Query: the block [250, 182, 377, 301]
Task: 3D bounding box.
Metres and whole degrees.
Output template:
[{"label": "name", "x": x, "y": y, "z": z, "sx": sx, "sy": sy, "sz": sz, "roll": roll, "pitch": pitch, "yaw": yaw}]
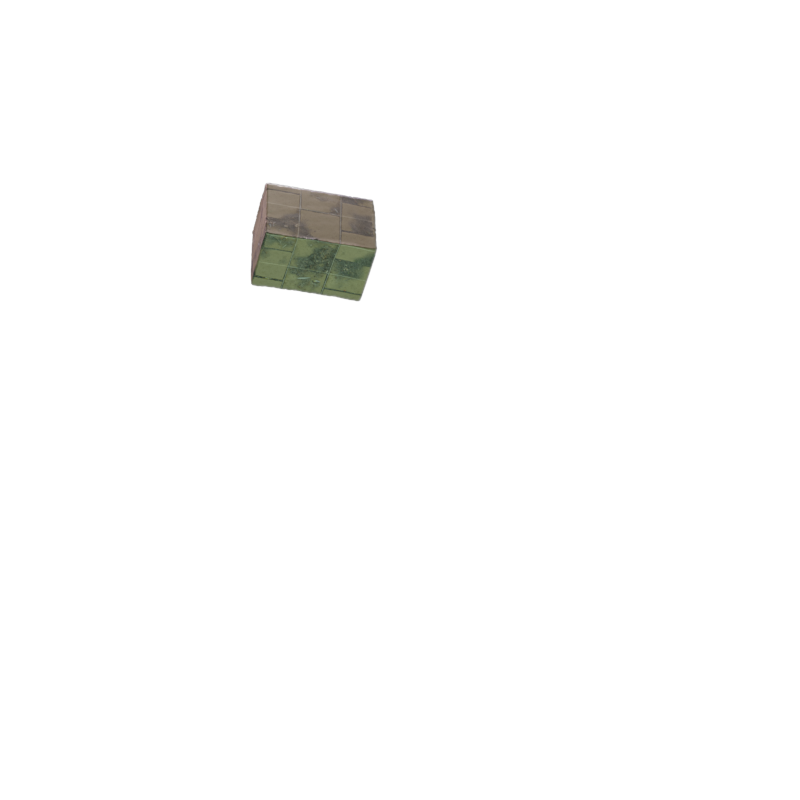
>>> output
[{"label": "block", "x": -0.059, "y": -0.108, "z": 0.756, "sx": 0.077, "sy": 0.055, "sz": 0.050, "roll": 9, "pitch": -43, "yaw": -11}]
